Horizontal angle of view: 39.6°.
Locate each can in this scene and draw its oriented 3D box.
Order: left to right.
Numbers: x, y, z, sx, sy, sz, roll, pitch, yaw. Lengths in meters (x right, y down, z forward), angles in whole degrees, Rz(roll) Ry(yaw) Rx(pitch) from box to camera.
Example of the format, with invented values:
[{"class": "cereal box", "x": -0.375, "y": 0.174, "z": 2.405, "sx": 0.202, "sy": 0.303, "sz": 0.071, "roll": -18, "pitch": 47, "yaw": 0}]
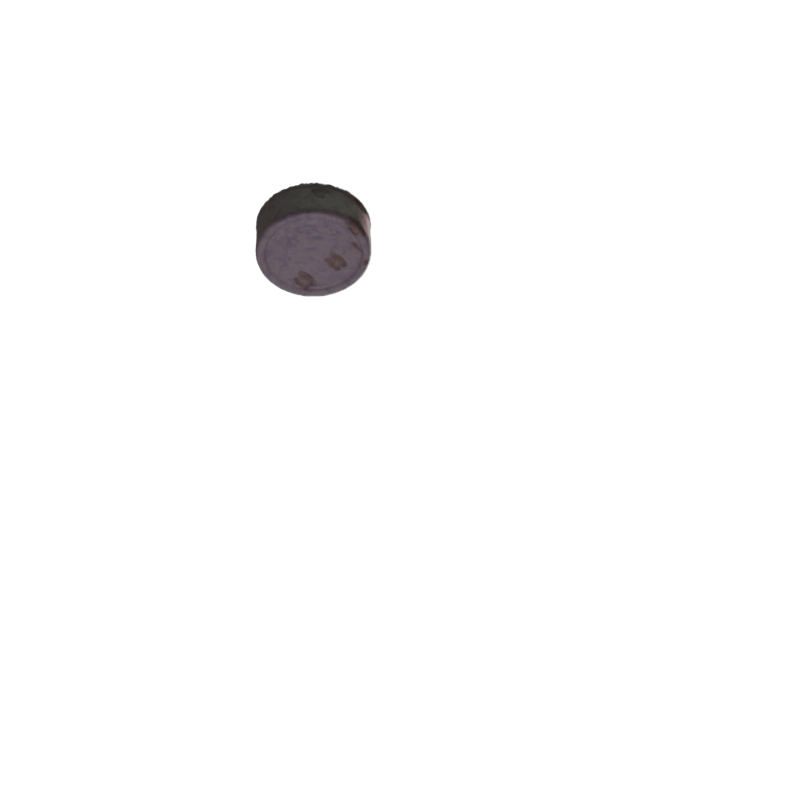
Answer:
[{"class": "can", "x": -0.064, "y": -0.116, "z": 0.814, "sx": 0.086, "sy": 0.036, "sz": 0.080, "roll": 1, "pitch": -44, "yaw": -1}]
